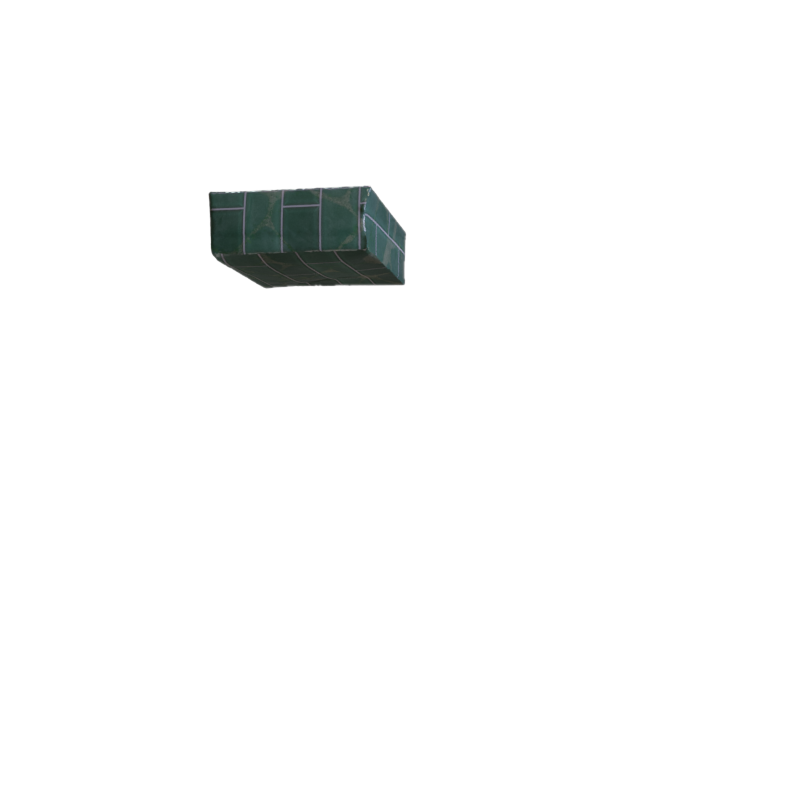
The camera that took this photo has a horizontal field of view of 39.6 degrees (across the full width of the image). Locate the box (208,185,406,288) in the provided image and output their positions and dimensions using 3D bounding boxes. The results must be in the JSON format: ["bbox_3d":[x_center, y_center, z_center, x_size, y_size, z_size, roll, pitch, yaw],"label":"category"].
[{"bbox_3d":[-0.049,-0.090,0.629,0.091,0.040,0.110,-1,-4,11],"label":"box"}]
